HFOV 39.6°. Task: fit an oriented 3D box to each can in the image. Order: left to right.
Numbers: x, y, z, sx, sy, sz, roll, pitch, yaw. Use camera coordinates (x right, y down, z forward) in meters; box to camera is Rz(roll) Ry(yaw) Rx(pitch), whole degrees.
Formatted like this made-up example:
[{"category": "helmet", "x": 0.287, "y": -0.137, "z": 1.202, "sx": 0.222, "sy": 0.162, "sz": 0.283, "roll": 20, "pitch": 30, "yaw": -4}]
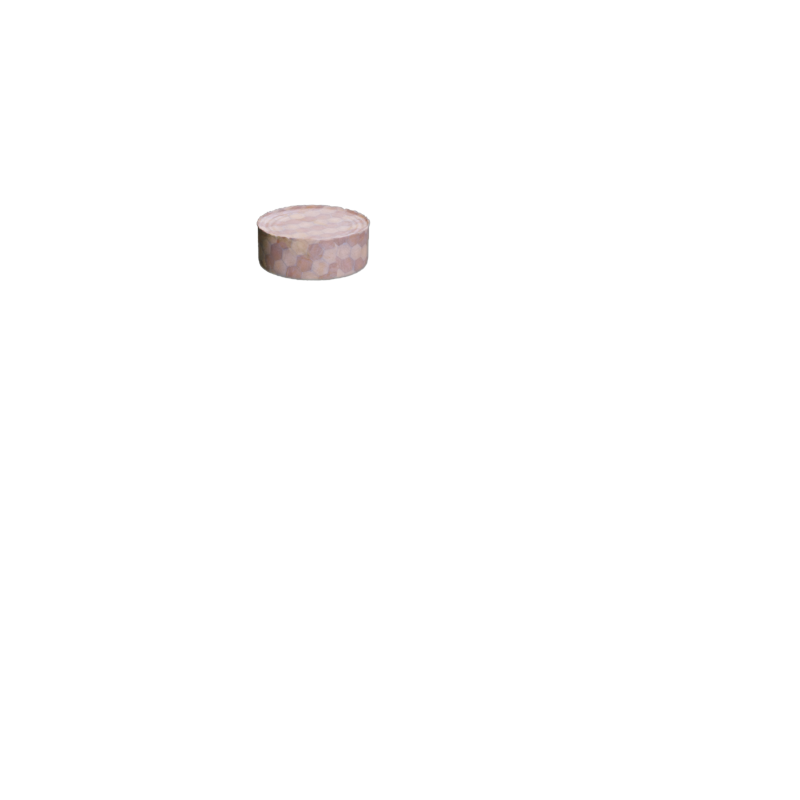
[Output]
[{"category": "can", "x": -0.066, "y": -0.120, "z": 0.842, "sx": 0.086, "sy": 0.032, "sz": 0.090, "roll": -1, "pitch": 25, "yaw": -2}]
